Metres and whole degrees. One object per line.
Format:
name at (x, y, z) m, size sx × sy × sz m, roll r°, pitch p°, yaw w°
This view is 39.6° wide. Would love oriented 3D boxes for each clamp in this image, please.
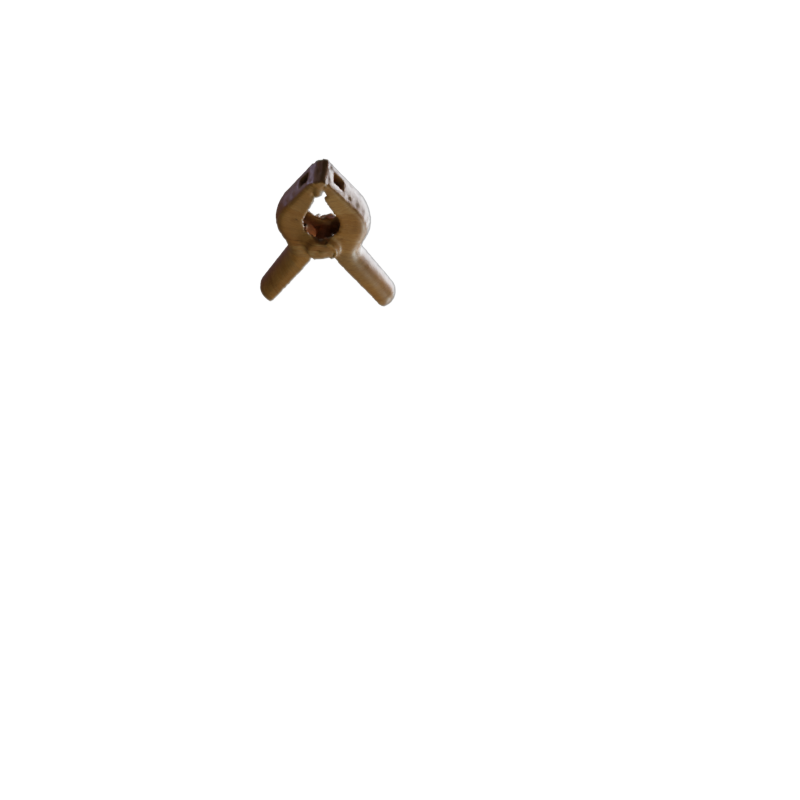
clamp at (-0.074, -0.135, 0.946) m, size 0.121 × 0.042 × 0.158 m, roll -6°, pitch -40°, yaw 7°
